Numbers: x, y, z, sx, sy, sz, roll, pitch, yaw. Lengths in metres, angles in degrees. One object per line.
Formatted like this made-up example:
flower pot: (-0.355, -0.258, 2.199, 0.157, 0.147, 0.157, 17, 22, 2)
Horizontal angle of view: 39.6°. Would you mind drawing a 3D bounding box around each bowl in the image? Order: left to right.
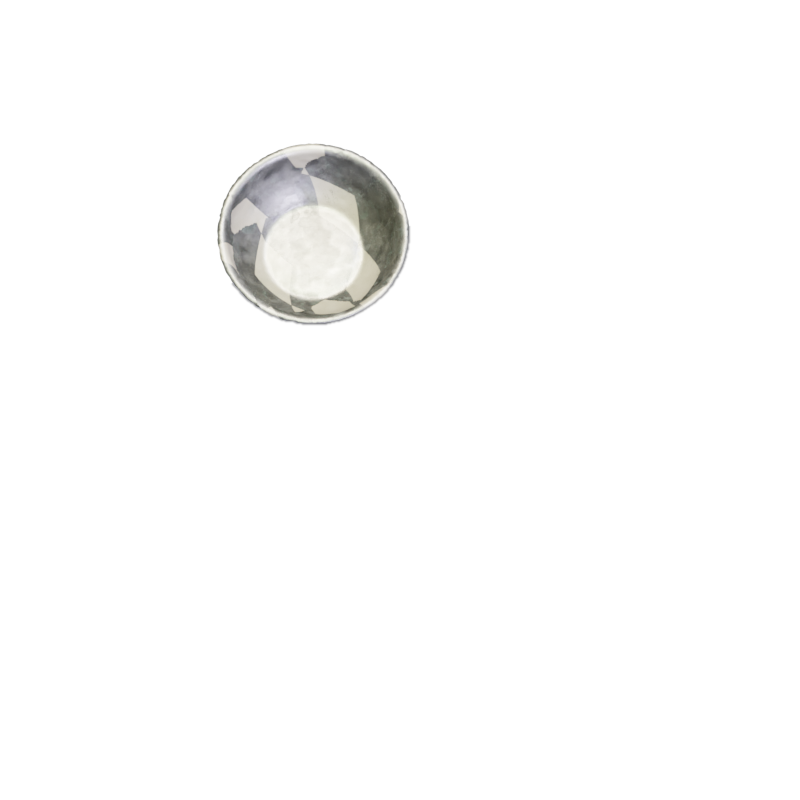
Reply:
bowl: (-0.075, -0.136, 0.954, 0.162, 0.170, 0.053, -1, -19, -1)
